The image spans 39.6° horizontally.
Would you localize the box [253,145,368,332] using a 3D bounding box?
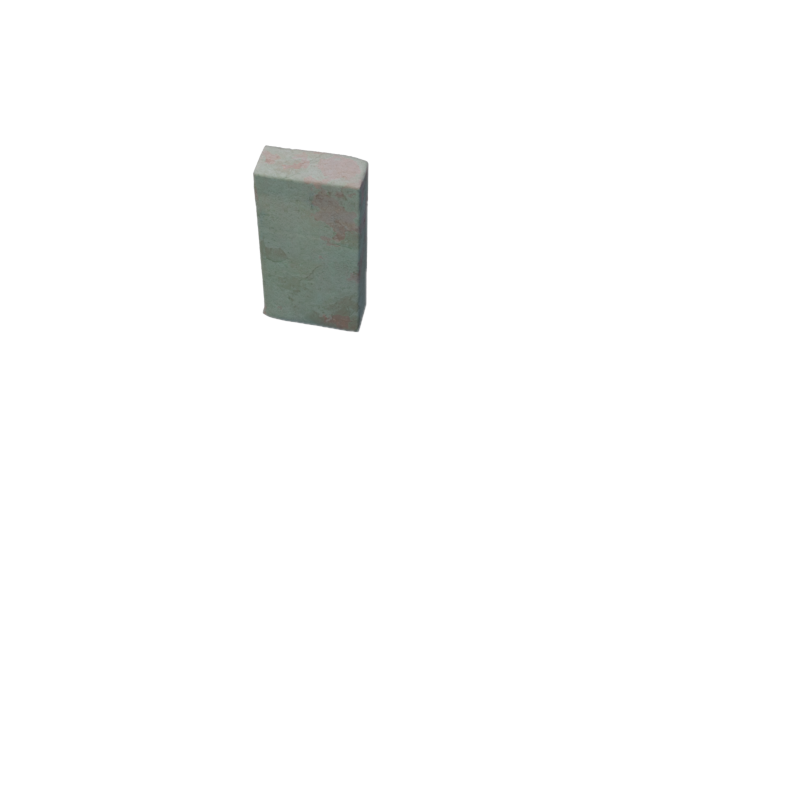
[{"bbox_3d":[-0.076,-0.139,0.973,0.095,0.164,0.051,11,45,7],"label":"box"}]
